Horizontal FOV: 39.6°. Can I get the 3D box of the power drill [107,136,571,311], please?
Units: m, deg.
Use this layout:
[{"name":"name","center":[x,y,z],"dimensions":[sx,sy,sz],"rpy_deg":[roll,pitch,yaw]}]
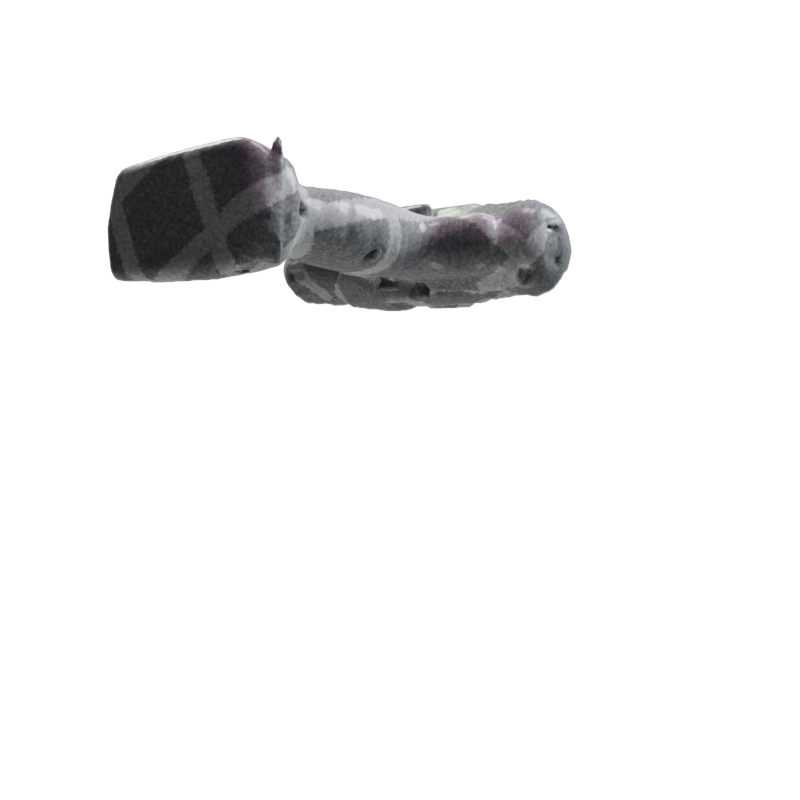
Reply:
[{"name":"power drill","center":[-0.042,-0.076,0.534],"dimensions":[0.179,0.058,0.190],"rpy_deg":[1,-2,-44]}]
